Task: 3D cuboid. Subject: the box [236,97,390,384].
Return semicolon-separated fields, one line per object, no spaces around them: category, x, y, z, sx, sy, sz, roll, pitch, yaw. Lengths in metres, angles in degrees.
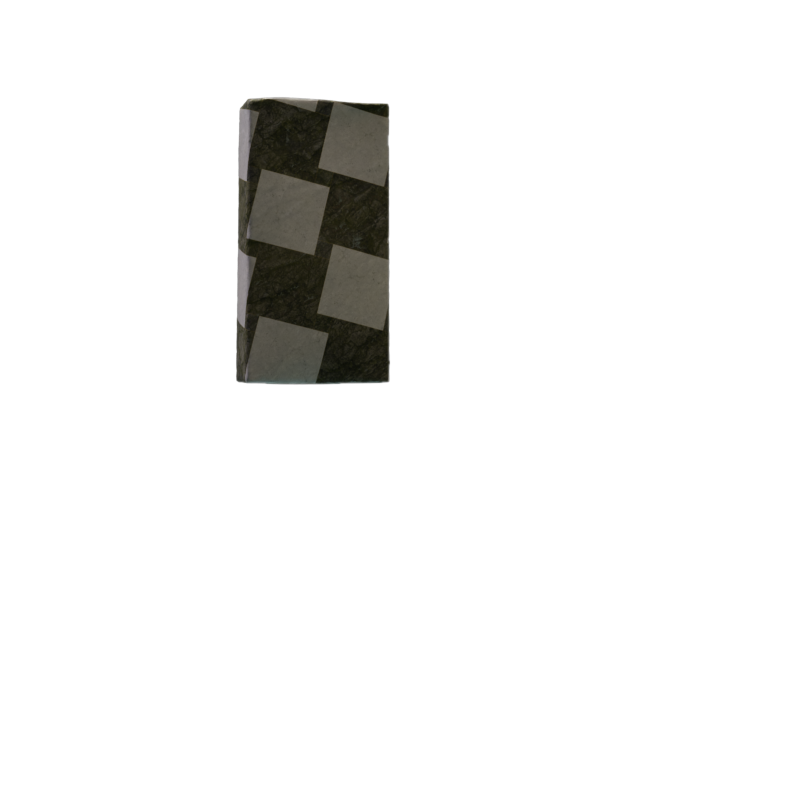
box;-0.055;-0.099;0.696;0.092;0.178;0.048;0;-3;-14
